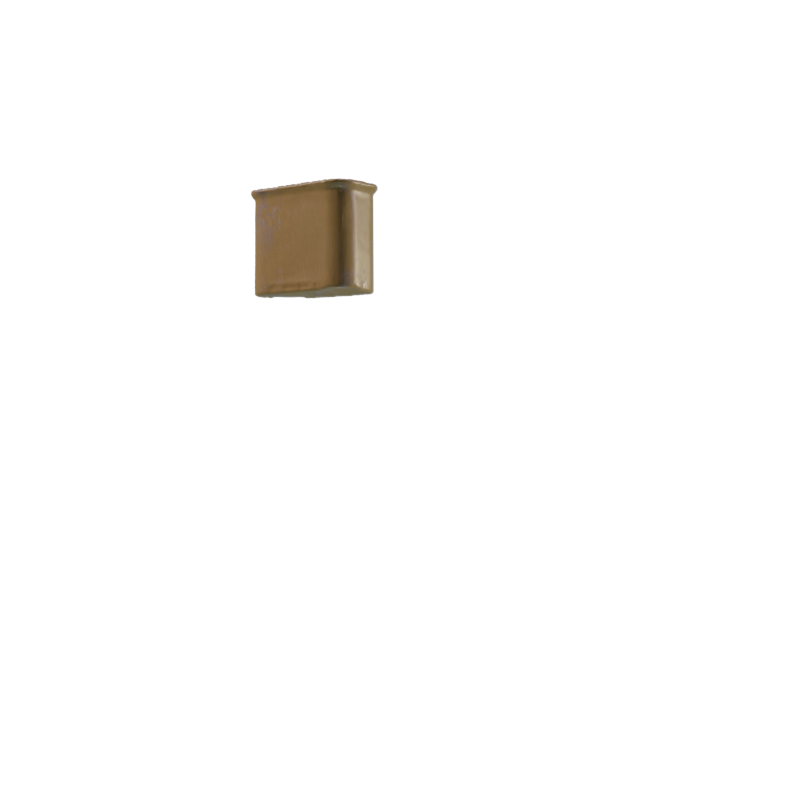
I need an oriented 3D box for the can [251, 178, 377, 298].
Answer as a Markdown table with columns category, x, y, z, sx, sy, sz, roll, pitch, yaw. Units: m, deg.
| category | x | y | z | sx | sy | sz | roll | pitch | yaw |
| --- | --- | --- | --- | --- | --- | --- | --- | --- | --- |
| can | -0.068 | -0.124 | 0.865 | 0.105 | 0.085 | 0.055 | -2 | -5 | 37 |
